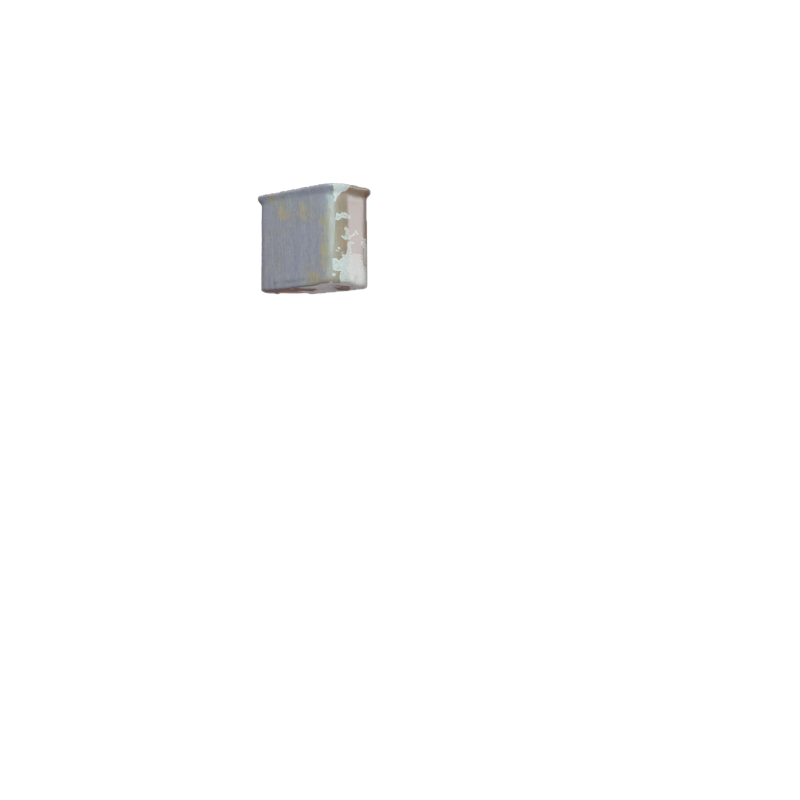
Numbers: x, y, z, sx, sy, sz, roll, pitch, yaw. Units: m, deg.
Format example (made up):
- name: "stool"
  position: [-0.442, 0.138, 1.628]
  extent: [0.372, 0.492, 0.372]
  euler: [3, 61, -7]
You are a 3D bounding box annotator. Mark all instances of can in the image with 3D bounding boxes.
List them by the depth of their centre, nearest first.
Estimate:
- name: "can"
  position: [-0.074, -0.136, 0.949]
  extent: [0.105, 0.085, 0.055]
  euler: [-4, -7, 41]
